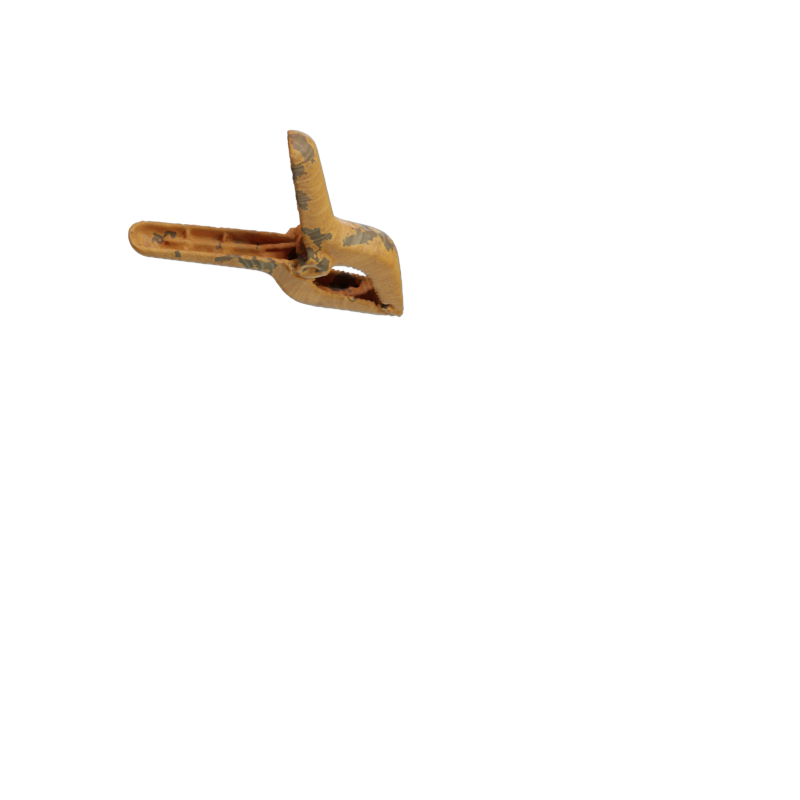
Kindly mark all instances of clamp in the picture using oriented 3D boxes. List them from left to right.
[{"bbox_3d":[-0.061,-0.111,0.778,0.198,0.039,0.164,22,-34,-37],"label":"clamp"}]
